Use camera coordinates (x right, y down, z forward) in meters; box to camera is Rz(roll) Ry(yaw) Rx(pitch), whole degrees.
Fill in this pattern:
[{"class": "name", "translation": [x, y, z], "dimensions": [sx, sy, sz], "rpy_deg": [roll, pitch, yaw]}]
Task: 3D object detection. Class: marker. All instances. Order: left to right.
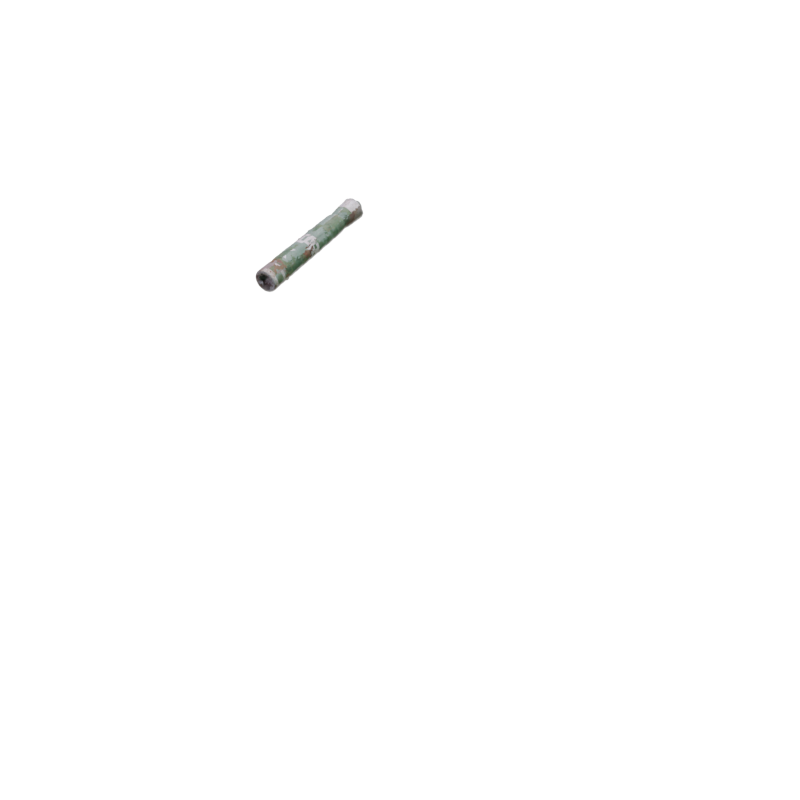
[{"class": "marker", "translation": [-0.067, -0.123, 0.859], "dimensions": [0.021, 0.019, 0.123], "rpy_deg": [2, 36, 39]}]
